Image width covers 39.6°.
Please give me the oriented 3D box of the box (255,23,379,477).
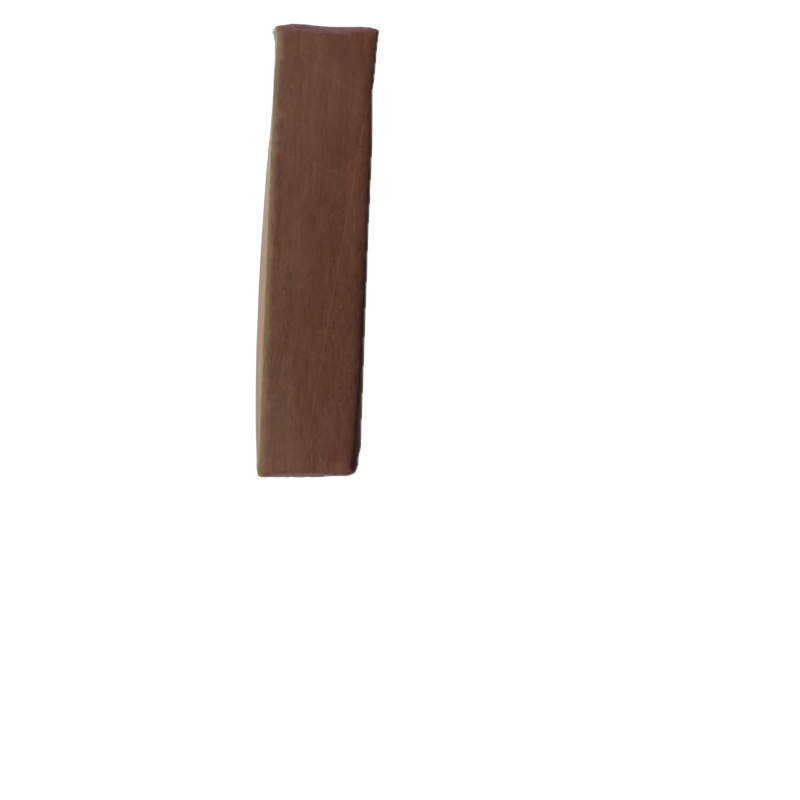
[{"bbox_3d":[-0.037,-0.066,0.464,0.048,0.172,0.096,0,10,-5],"label":"box"}]
